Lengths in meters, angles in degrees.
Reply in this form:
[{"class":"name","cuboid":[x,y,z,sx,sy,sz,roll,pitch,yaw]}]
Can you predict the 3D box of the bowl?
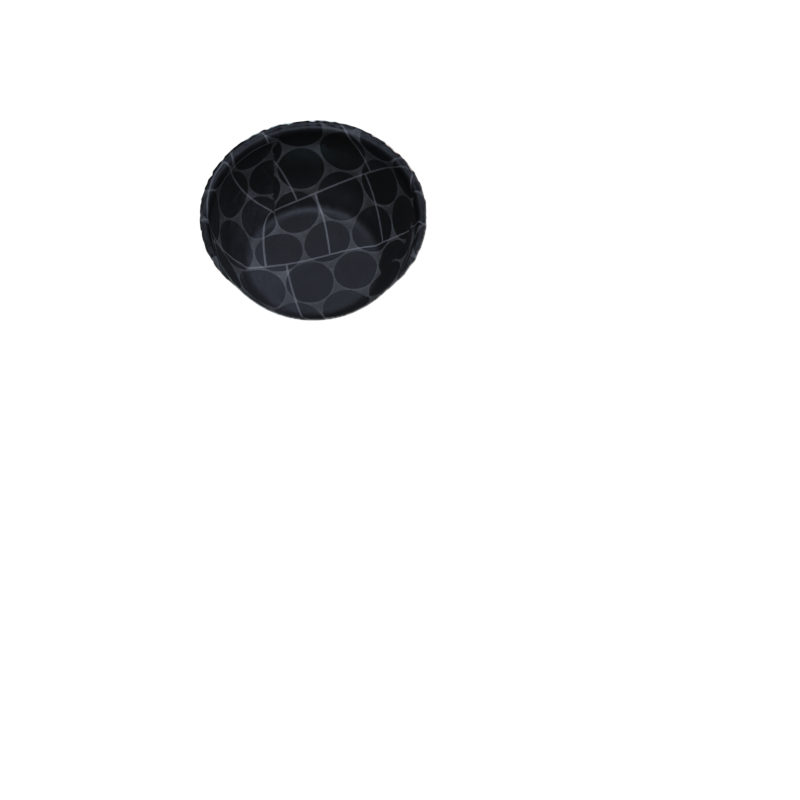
[{"class":"bowl","cuboid":[-0.060,-0.109,0.766,0.162,0.152,0.059,1,37,-1]}]
